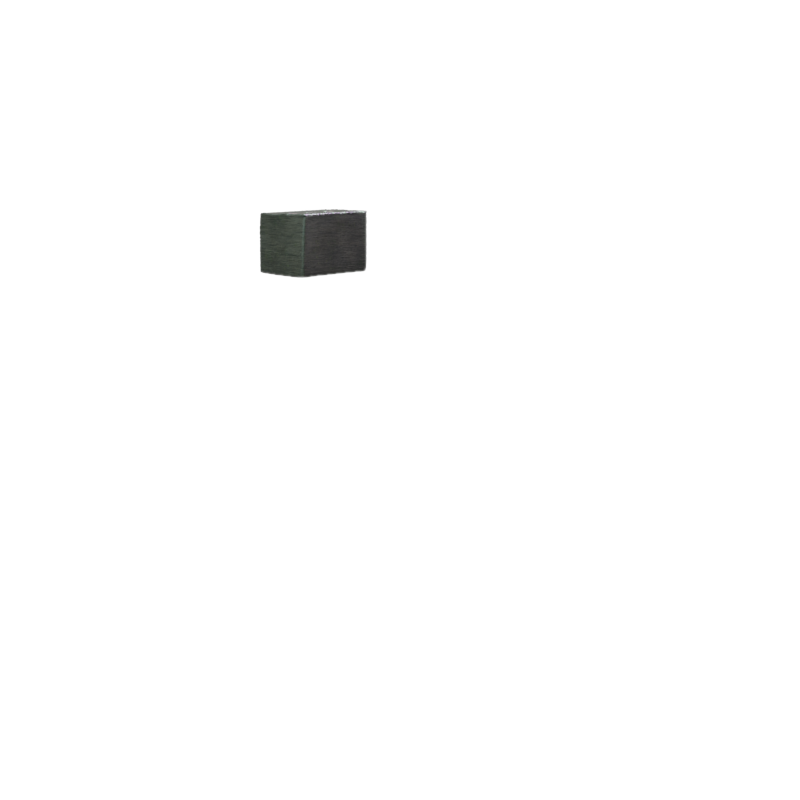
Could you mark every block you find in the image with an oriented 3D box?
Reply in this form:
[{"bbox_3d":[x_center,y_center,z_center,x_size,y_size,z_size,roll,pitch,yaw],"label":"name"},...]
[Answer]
[{"bbox_3d":[-0.072,-0.132,0.922,0.055,0.050,0.076,8,13,41],"label":"block"}]
